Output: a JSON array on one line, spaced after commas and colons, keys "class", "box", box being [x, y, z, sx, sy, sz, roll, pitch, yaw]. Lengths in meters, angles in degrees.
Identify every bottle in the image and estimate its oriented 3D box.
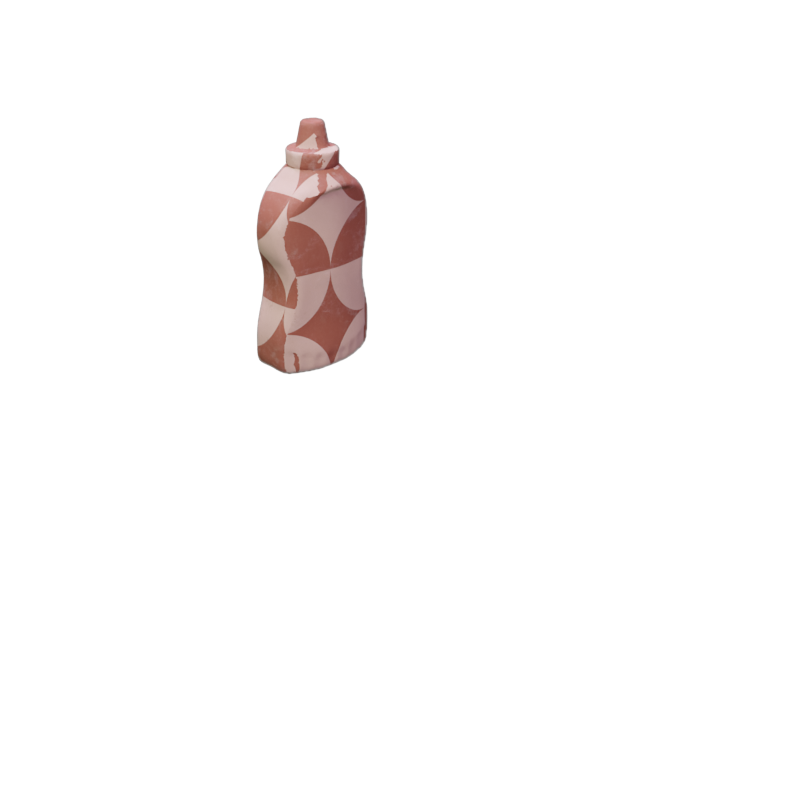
[{"class": "bottle", "box": [-0.067, -0.122, 0.855, 0.094, 0.183, 0.062, -19, 29, -40]}]
